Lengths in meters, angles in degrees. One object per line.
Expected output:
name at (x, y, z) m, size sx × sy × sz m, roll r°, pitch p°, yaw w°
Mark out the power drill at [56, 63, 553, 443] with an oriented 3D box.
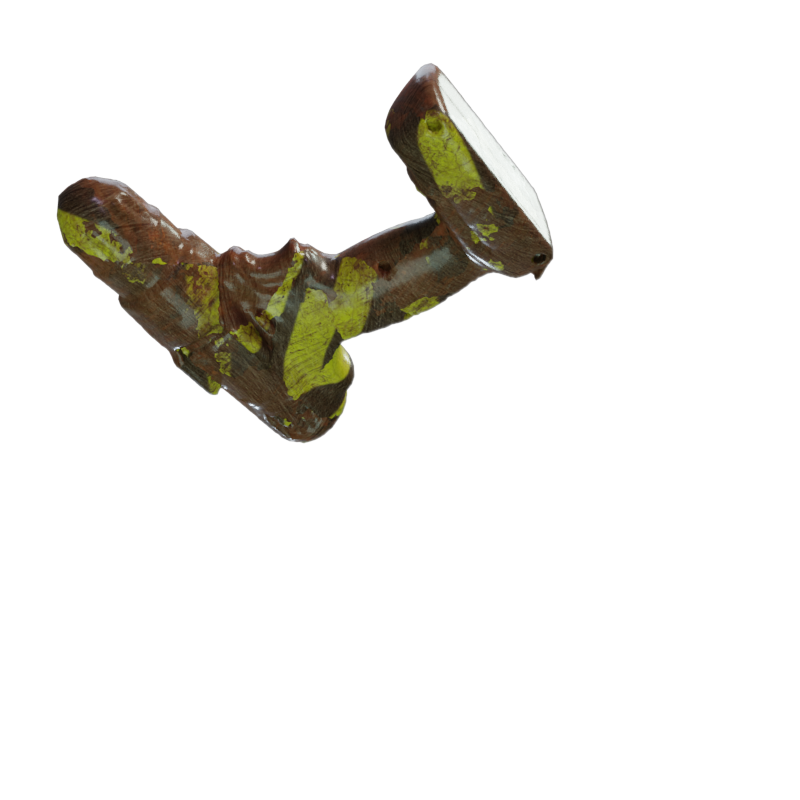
power drill at (-0.041, -0.074, 0.518) m, size 0.187 × 0.062 × 0.172 m, roll -30°, pitch -54°, yaw 24°
